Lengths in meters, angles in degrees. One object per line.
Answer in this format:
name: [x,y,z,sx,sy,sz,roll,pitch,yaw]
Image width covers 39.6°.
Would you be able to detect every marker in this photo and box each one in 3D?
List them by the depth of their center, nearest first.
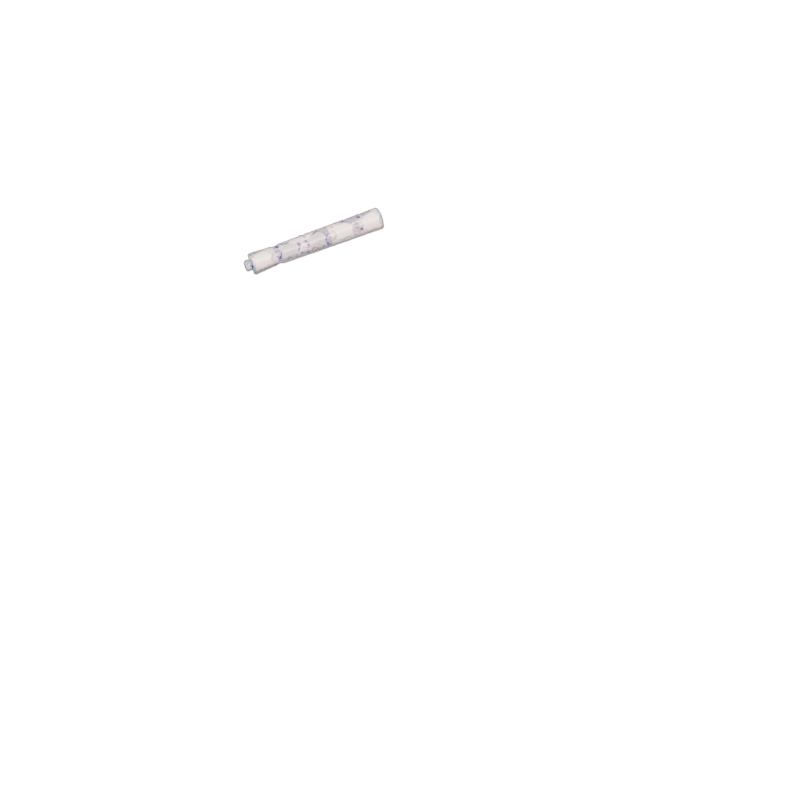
marker: [-0.072,-0.131,0.918,0.120,0.019,0.020,-21,9,-11]
